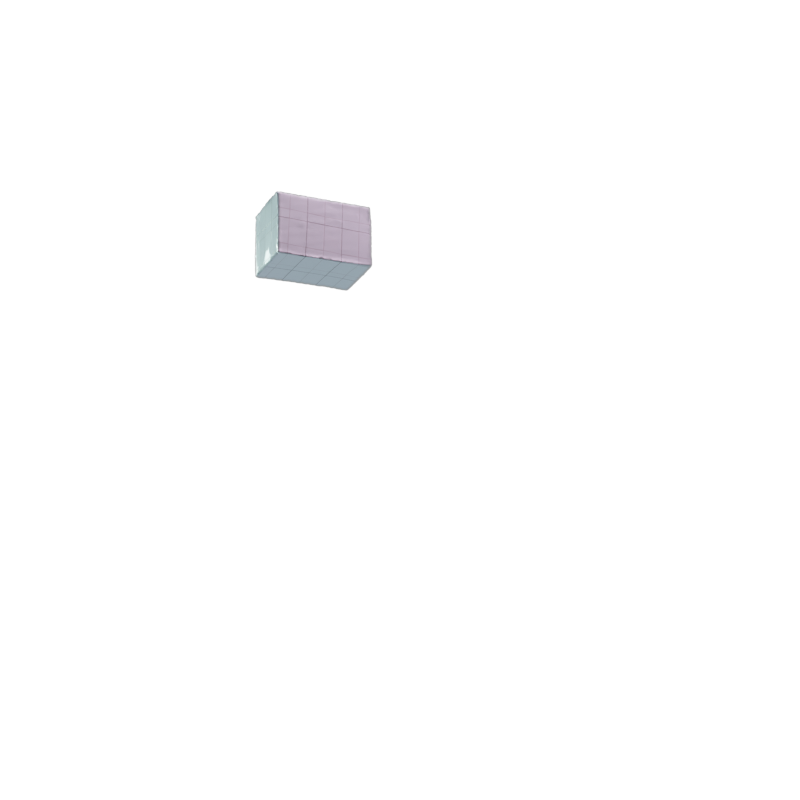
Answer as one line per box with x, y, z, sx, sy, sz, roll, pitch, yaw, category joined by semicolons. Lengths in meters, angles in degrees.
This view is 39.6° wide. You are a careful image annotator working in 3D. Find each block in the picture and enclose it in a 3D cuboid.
-0.066;-0.120;0.843;0.075;0.054;0.052;8;-22;-22;block
